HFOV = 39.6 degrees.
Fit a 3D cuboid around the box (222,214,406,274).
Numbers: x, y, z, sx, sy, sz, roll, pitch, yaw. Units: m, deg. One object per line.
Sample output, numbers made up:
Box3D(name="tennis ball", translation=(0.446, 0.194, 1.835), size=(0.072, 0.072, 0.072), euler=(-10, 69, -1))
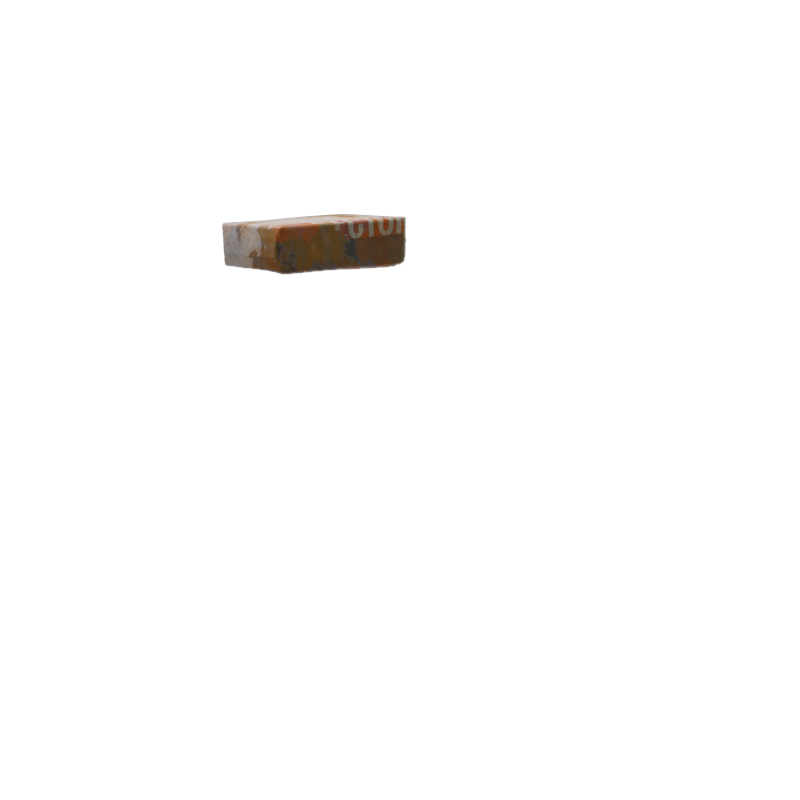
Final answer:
Box3D(name="box", translation=(-0.066, -0.120, 0.838), size=(0.110, 0.038, 0.094), euler=(-7, 13, -33))
